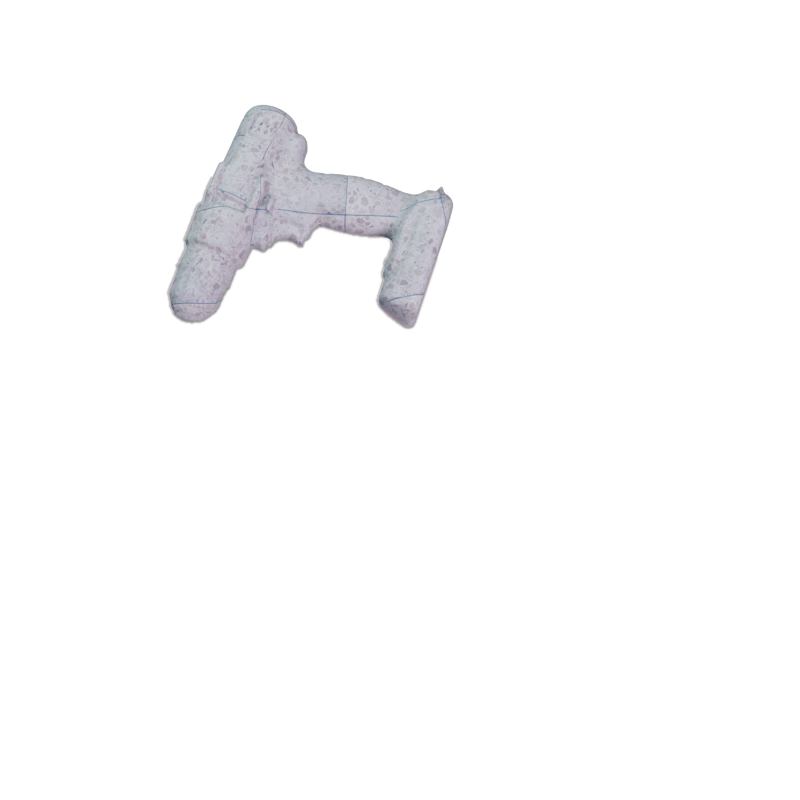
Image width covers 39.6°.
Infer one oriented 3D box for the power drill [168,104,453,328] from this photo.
[{"bbox_3d":[-0.066,-0.121,0.845,0.190,0.190,0.055,19,-16,5],"label":"power drill"}]
